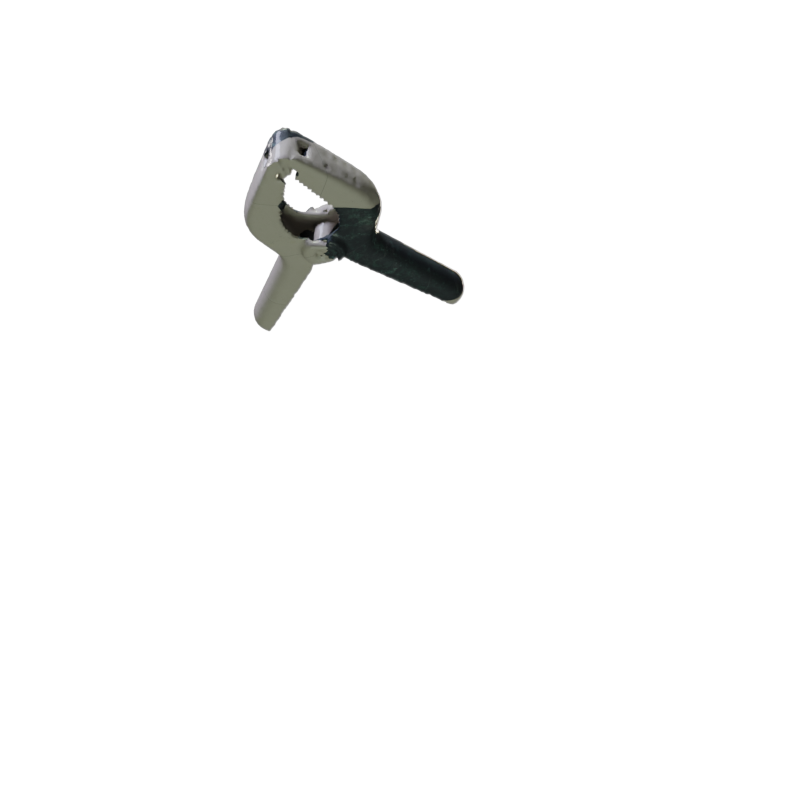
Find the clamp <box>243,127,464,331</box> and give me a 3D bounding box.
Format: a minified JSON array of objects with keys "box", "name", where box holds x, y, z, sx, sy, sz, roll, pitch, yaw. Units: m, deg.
[{"box":[-0.062,-0.113,0.789,0.167,0.039,0.194,-12,-33,19],"name":"clamp"}]
